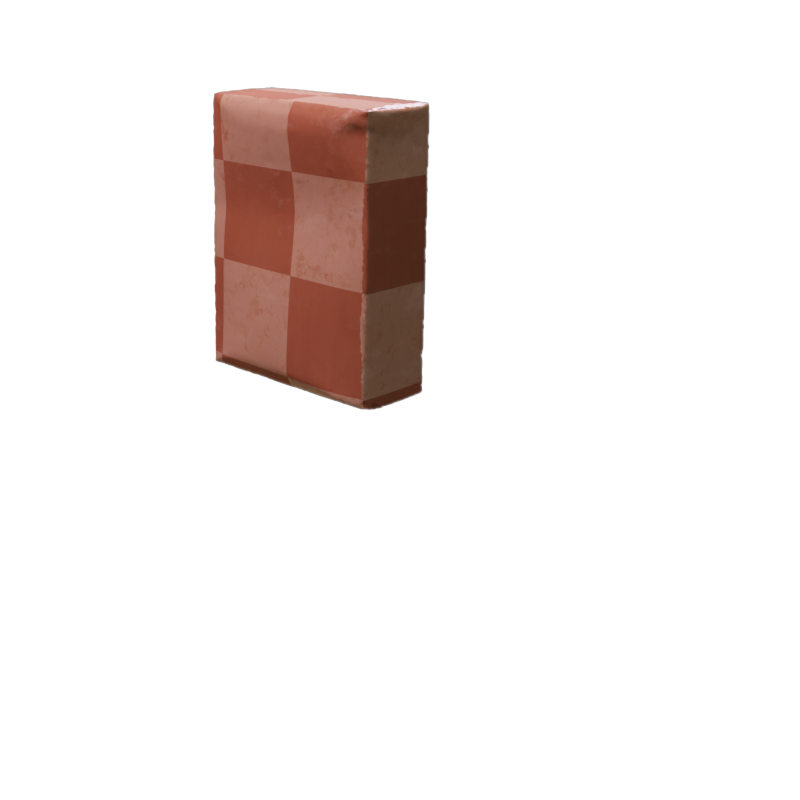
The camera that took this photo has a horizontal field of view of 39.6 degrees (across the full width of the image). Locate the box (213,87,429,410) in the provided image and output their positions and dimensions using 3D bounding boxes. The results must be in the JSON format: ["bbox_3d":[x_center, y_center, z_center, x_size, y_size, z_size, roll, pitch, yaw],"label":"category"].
[{"bbox_3d":[-0.064,-0.117,0.816,0.173,0.207,0.070,16,20,41],"label":"box"}]
